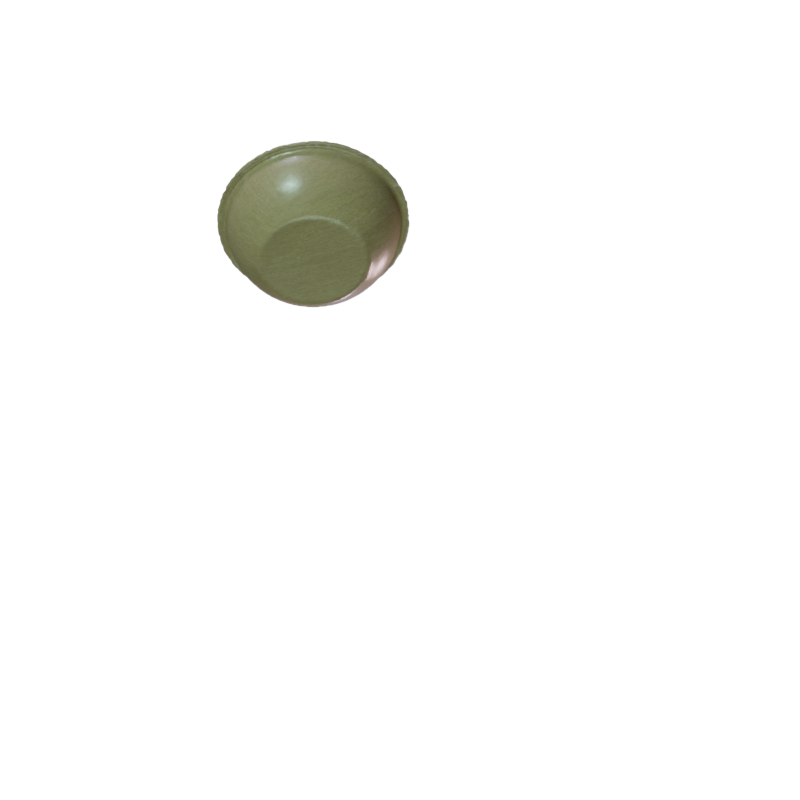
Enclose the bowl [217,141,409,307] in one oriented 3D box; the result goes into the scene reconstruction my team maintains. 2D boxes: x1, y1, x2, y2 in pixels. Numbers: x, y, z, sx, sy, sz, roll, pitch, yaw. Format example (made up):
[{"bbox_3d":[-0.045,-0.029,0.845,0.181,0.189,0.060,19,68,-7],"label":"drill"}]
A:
[{"bbox_3d":[-0.071,-0.130,0.912,0.162,0.151,0.059,1,39,-1],"label":"bowl"}]
